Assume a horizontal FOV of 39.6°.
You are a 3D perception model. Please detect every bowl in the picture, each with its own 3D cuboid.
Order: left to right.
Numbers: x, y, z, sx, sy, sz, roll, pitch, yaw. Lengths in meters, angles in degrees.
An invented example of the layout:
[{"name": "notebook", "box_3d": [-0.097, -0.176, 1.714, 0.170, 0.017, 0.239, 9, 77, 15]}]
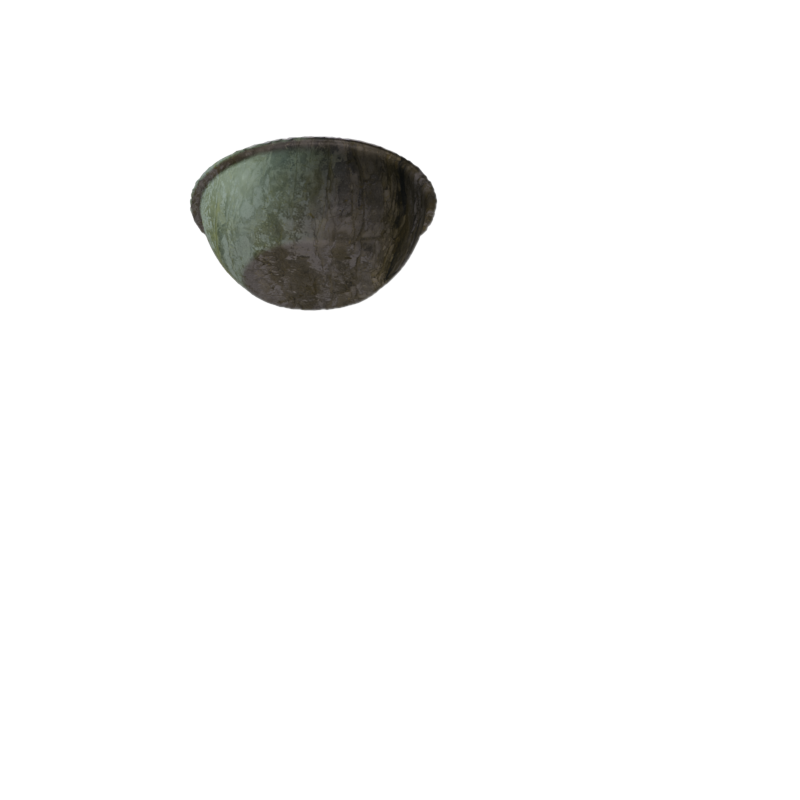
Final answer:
[{"name": "bowl", "box_3d": [-0.056, -0.102, 0.715, 0.162, 0.058, 0.153, 1, -25, -2]}]
